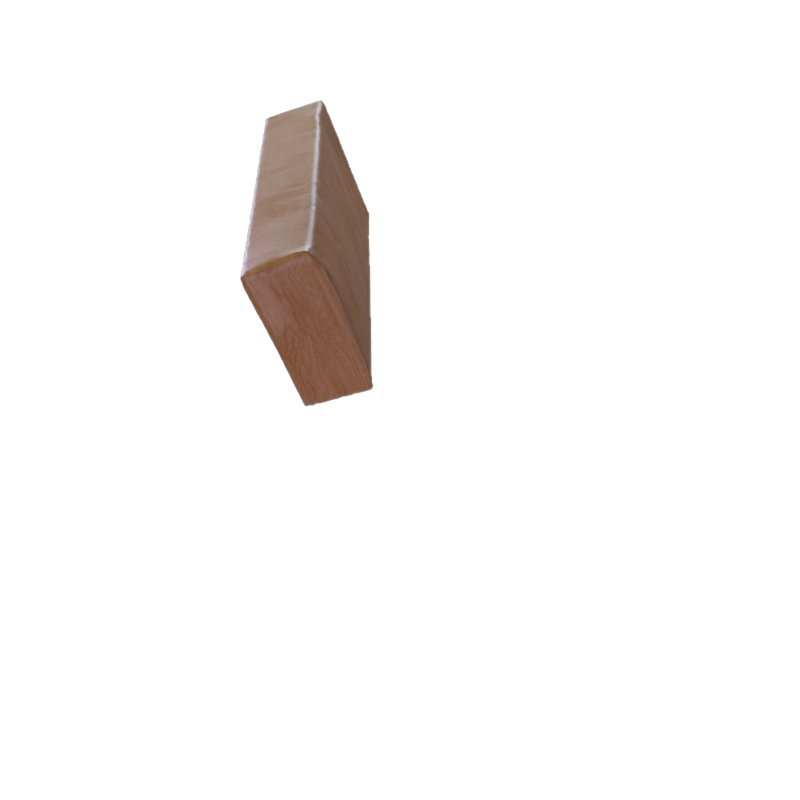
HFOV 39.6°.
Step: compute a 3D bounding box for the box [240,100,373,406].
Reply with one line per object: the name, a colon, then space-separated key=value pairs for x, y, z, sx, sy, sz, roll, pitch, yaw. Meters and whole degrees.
box: x=-0.050 y=-0.091 z=0.637 sx=0.048 sy=0.087 sz=0.188 roll=-18 pitch=35 yaw=9
